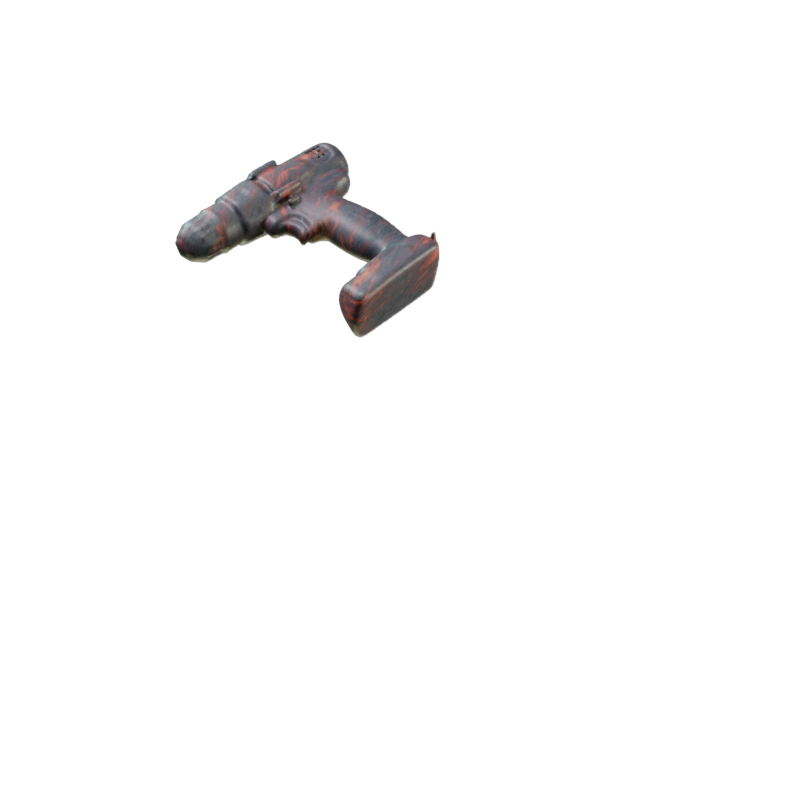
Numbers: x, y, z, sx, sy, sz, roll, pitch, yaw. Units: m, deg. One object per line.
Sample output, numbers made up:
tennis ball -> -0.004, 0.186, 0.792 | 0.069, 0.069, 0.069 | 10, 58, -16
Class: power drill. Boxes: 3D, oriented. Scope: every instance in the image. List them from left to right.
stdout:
power drill -> -0.075, -0.137, 0.958 | 0.186, 0.053, 0.200 | -36, 59, -26
